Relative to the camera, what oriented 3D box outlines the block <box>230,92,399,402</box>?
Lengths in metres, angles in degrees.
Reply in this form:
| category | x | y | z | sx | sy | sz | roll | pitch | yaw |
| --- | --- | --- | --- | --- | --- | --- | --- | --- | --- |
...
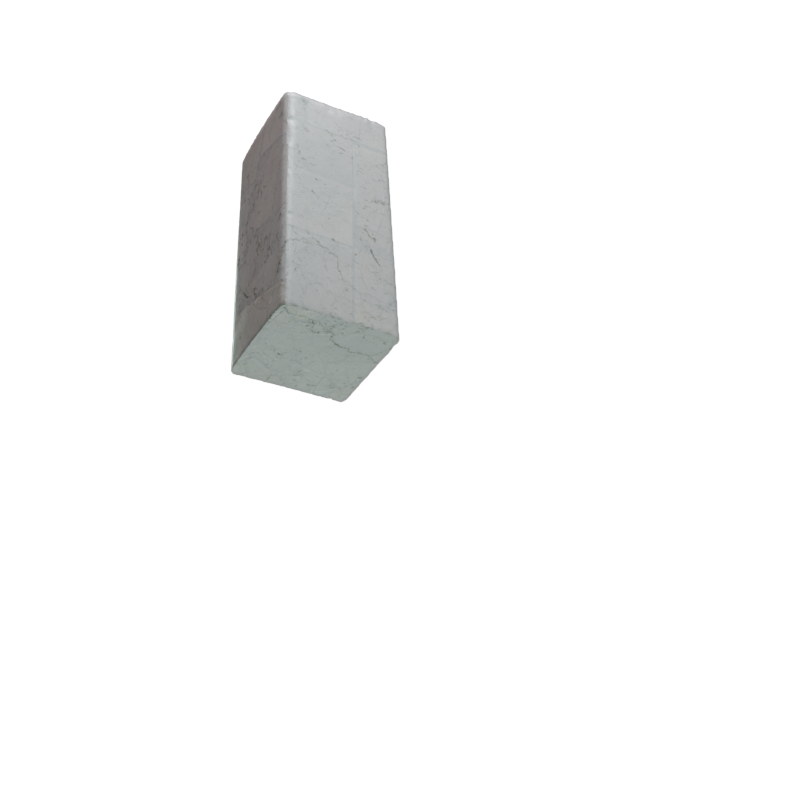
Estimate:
| category | x | y | z | sx | sy | sz | roll | pitch | yaw |
| --- | --- | --- | --- | --- | --- | --- | --- | --- | --- |
| block | -0.064 | -0.118 | 0.820 | 0.087 | 0.221 | 0.087 | 16 | -42 | -23 |
